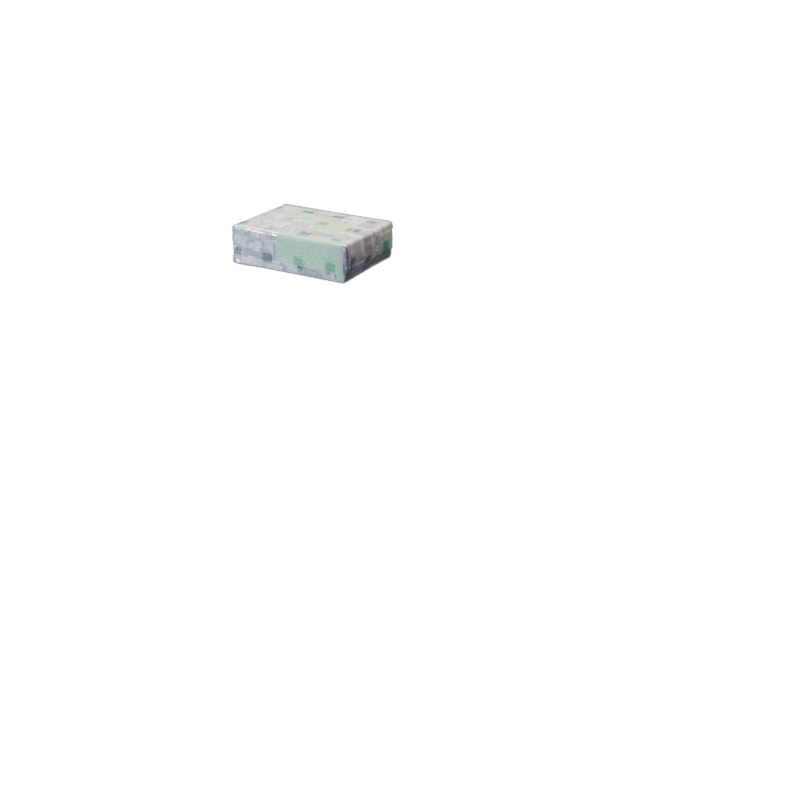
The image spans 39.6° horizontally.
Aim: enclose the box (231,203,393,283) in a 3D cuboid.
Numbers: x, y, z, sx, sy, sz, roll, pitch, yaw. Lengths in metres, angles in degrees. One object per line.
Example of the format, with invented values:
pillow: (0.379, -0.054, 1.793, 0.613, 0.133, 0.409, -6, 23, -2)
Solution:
box: (-0.075, -0.137, 0.958, 0.118, 0.037, 0.090, 11, 23, 25)
